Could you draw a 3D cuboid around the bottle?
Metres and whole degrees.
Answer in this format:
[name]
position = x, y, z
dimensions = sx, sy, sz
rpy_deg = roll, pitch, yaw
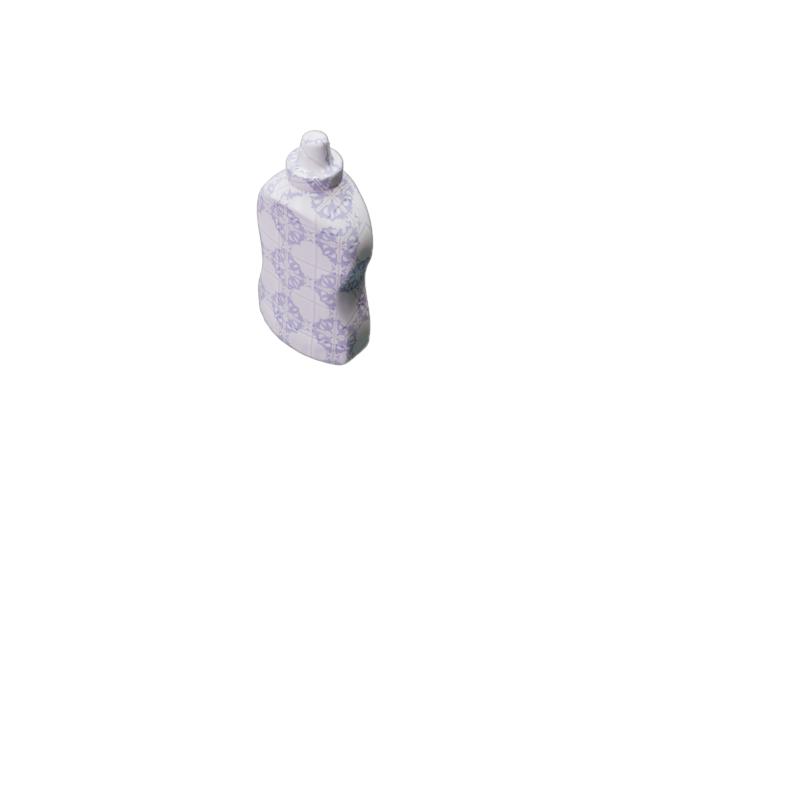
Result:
[bottle]
position = -0.064, -0.118, 0.826
dimensions = 0.102, 0.179, 0.059
rpy_deg = 35, 53, 27
